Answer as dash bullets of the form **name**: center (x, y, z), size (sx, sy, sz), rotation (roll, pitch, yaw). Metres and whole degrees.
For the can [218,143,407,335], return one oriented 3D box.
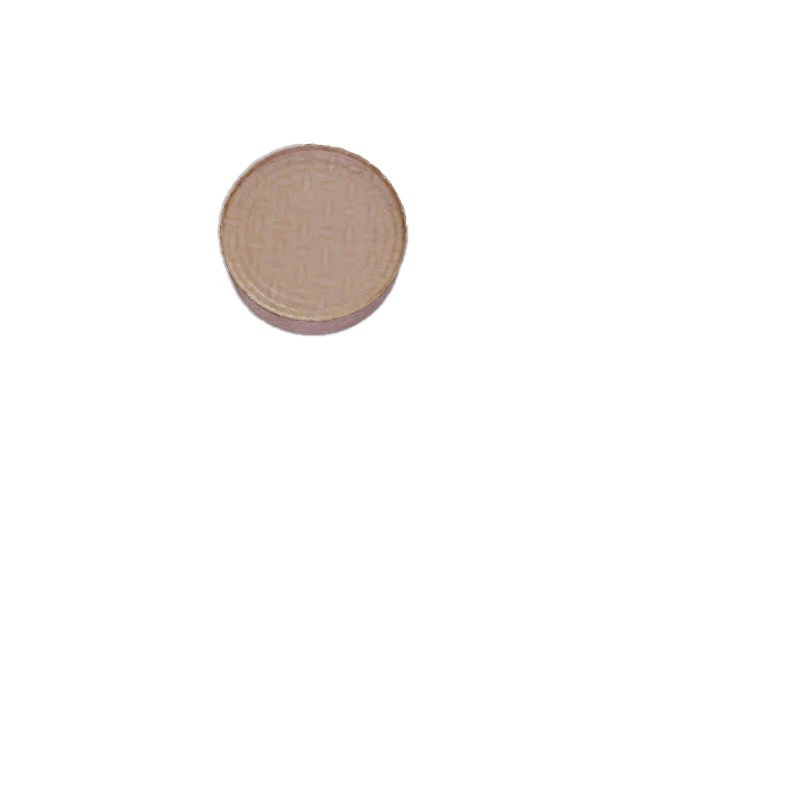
- **can**: center (-0.041, -0.074, 0.519), size (0.086, 0.090, 0.032), rotation (-1, -17, -1)
